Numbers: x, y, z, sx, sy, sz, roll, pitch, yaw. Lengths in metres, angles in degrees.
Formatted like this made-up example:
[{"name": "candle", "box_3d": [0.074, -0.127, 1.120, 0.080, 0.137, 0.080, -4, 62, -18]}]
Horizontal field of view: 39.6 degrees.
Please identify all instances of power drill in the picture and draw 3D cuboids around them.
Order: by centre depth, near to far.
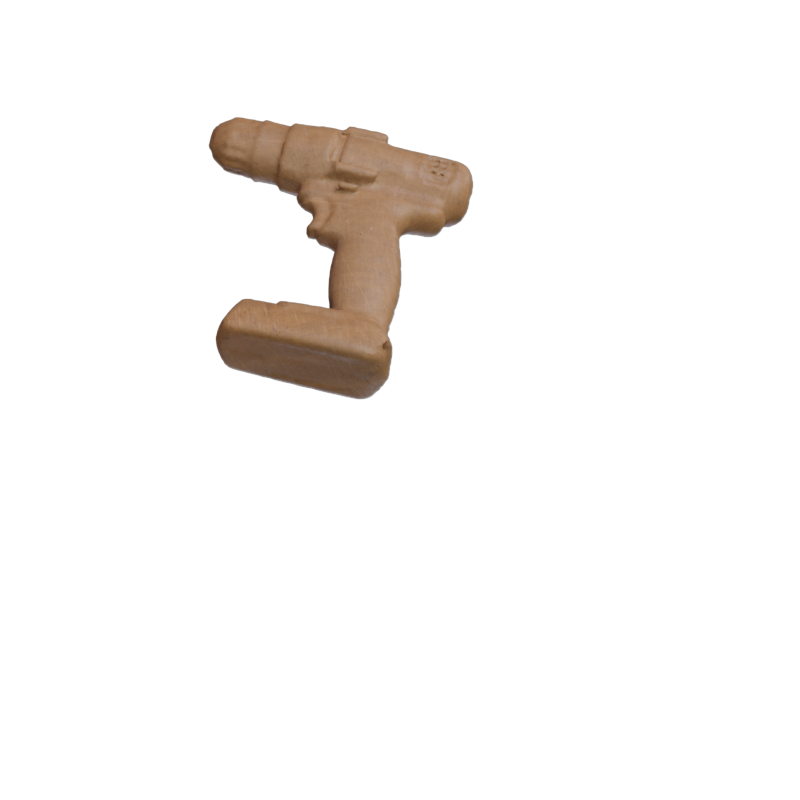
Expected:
[{"name": "power drill", "box_3d": [-0.056, -0.103, 0.720, 0.187, 0.198, 0.054, 12, -33, 7]}]
